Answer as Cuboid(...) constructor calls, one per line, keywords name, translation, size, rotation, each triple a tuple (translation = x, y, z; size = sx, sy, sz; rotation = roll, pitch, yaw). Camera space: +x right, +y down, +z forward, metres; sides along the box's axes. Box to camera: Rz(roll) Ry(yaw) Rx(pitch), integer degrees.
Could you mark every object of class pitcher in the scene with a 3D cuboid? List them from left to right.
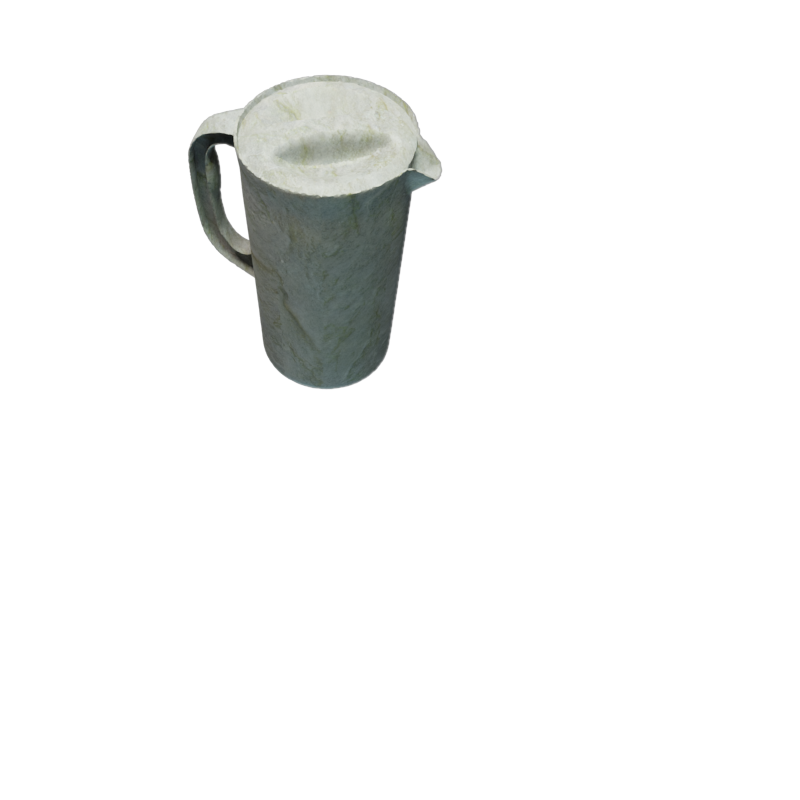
Cuboid(name="pitcher", translation=(-0.068, -0.123, 0.865), size=(0.144, 0.161, 0.226), rotation=(-24, -35, -22))
